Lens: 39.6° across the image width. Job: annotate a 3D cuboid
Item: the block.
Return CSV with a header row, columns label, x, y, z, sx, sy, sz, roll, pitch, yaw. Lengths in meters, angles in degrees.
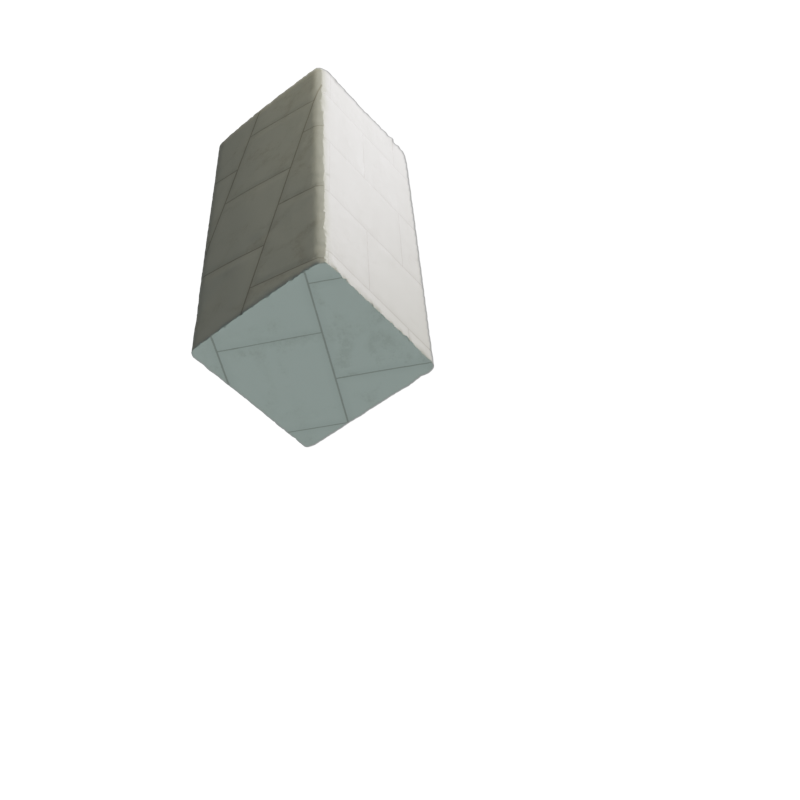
label,x,y,z,sx,sy,sz,roll,pitch,yaw
block,-0.049,-0.091,0.634,0.090,0.221,0.085,-34,-56,22
